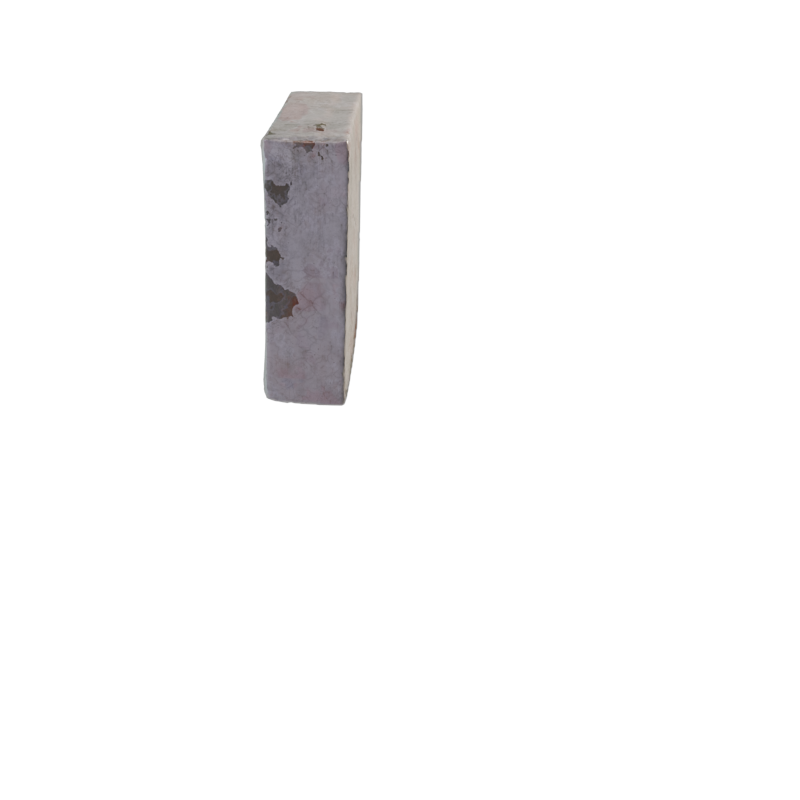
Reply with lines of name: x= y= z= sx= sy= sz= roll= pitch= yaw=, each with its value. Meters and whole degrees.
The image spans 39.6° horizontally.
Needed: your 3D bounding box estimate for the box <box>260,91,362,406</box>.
box: x=-0.070 y=-0.128 z=0.895 sx=0.072 sy=0.204 sz=0.172 roll=2 pitch=23 yaw=1
